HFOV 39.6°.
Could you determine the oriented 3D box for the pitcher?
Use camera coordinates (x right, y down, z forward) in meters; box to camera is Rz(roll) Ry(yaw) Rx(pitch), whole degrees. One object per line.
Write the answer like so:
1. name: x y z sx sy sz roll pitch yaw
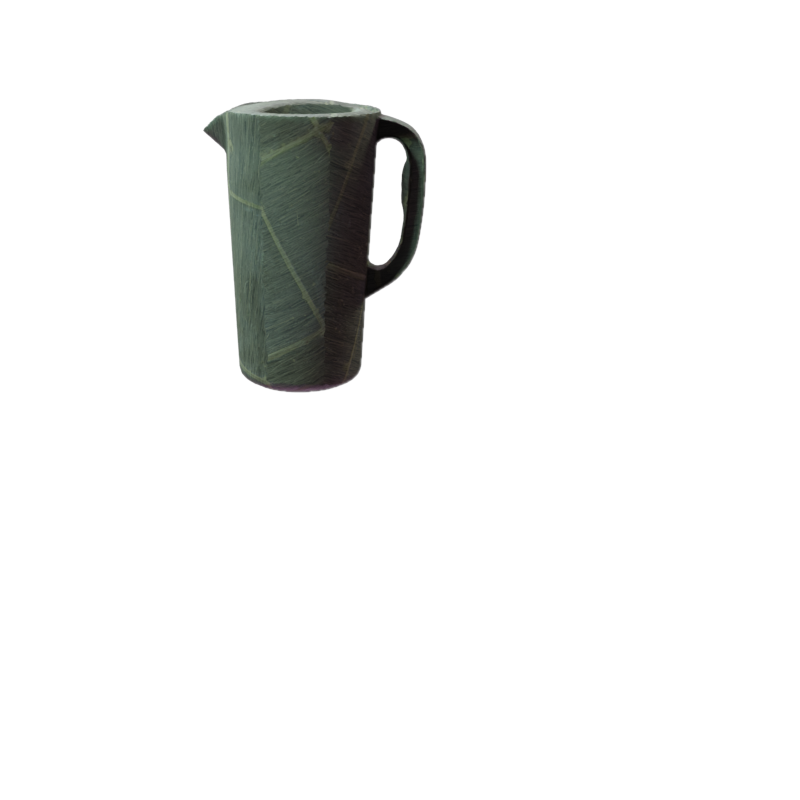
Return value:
1. pitcher: -0.074 -0.136 0.951 0.141 0.235 0.158 -12 20 -41
